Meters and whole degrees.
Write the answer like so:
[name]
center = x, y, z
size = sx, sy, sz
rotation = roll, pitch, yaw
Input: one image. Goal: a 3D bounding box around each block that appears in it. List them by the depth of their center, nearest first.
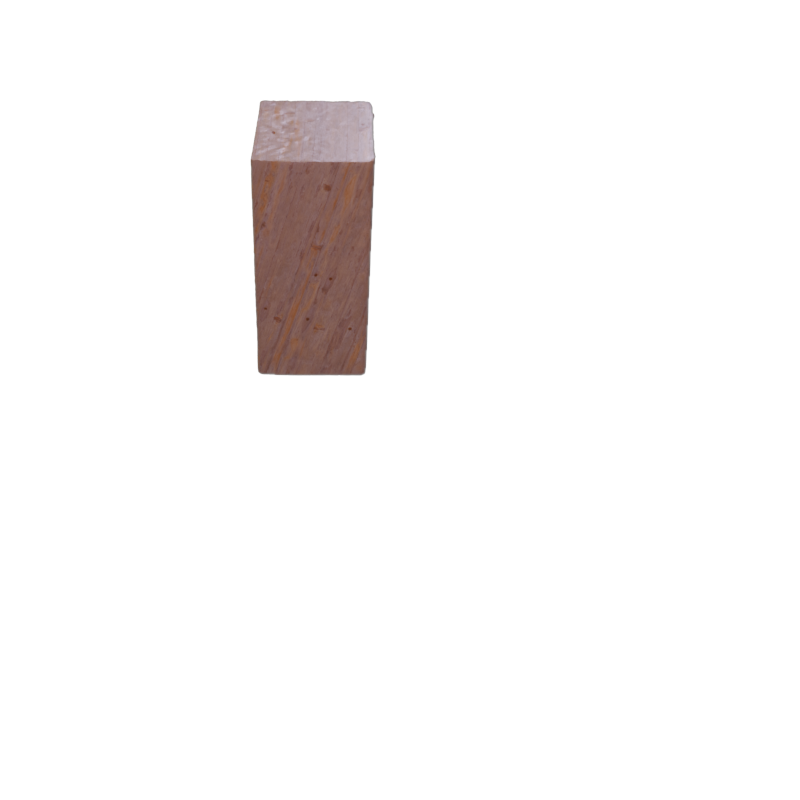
[block]
center = -0.068, -0.126, 0.880
size = 0.090, 0.193, 0.097
rotation = 2, 39, -2
